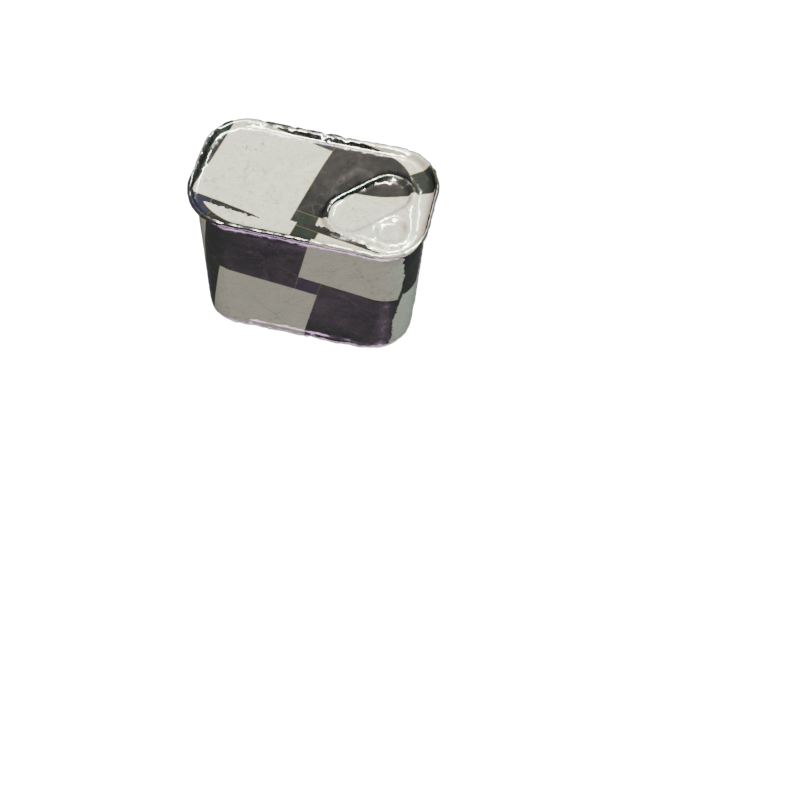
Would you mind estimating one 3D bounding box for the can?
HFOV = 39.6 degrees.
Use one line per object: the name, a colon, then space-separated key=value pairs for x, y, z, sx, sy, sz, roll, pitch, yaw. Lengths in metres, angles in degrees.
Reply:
can: x=-0.038 y=-0.070 z=0.492 sx=0.103 sy=0.060 sz=0.078 roll=13 pitch=-30 yaw=6
